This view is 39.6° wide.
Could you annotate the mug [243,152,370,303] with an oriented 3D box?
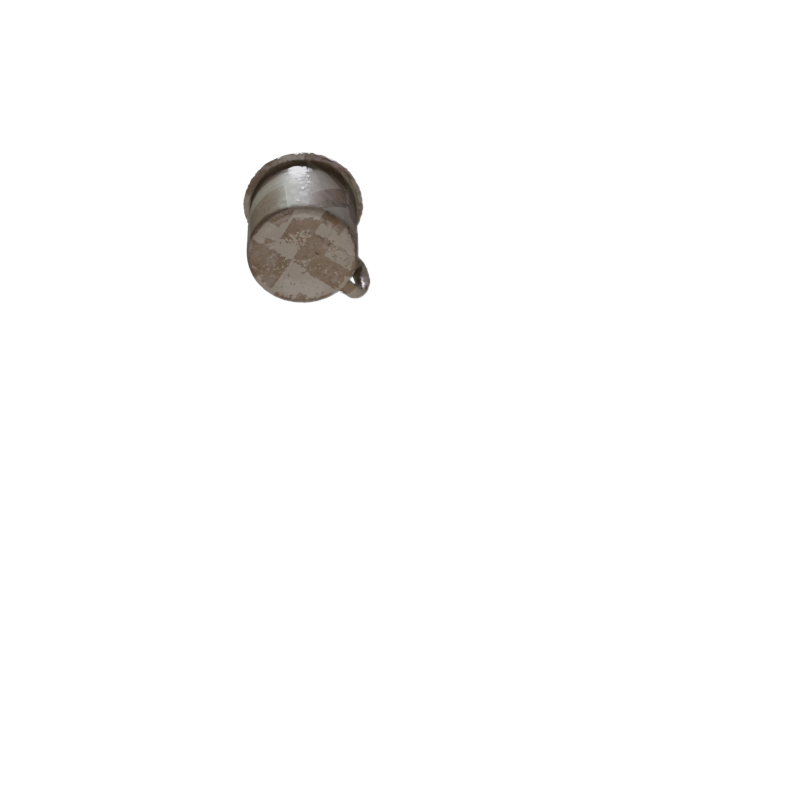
[{"bbox_3d":[-0.065,-0.119,0.835,0.093,0.110,0.087,-35,28,20],"label":"mug"}]
